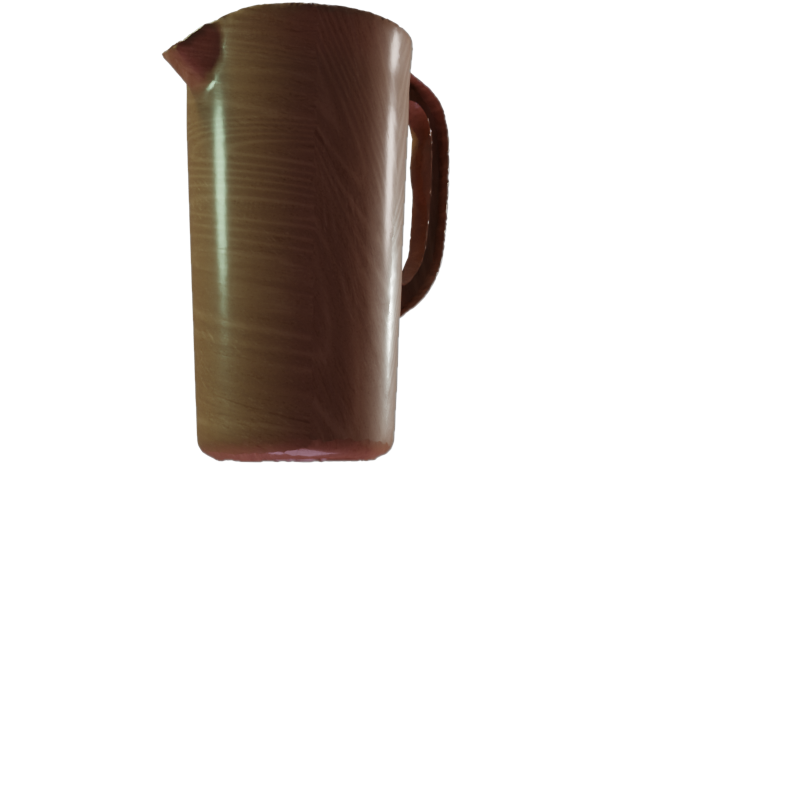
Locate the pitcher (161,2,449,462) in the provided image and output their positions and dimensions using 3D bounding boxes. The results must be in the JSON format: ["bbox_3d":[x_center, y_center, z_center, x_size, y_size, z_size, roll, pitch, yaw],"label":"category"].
[{"bbox_3d":[-0.049,-0.090,0.629,0.151,0.248,0.140,-2,-7,8],"label":"pitcher"}]
